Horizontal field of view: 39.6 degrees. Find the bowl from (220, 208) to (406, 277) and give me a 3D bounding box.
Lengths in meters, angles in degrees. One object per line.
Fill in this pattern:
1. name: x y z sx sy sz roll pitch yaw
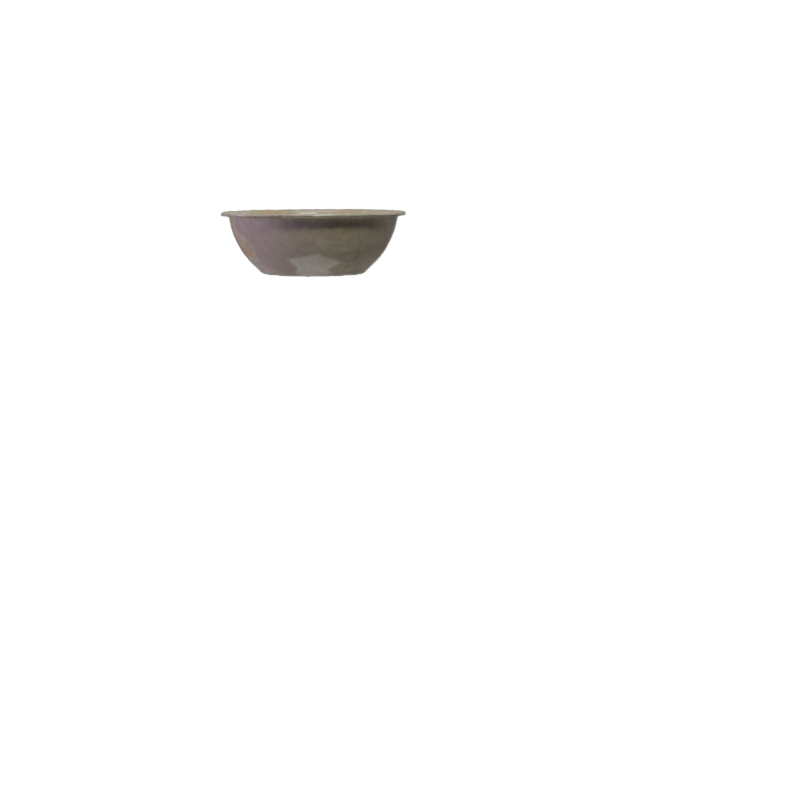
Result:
1. bowl: -0.076 -0.138 0.970 0.162 0.054 0.165 0 10 -2
